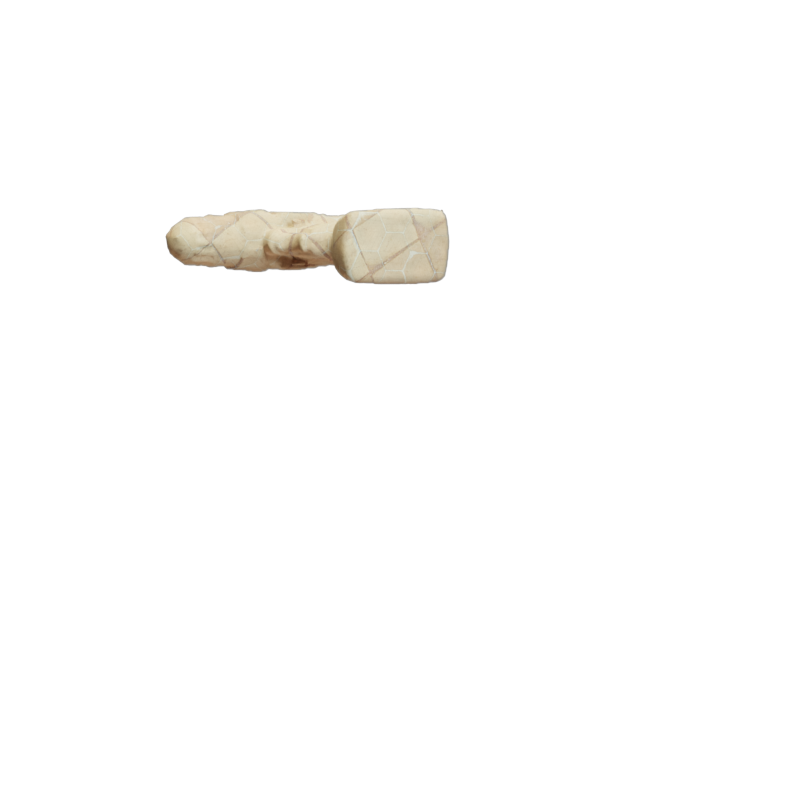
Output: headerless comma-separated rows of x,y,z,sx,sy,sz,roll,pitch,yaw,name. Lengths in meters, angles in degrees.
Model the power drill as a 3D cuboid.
-0.069,-0.126,0.879,0.179,0.056,0.197,-8,14,-37,power drill
